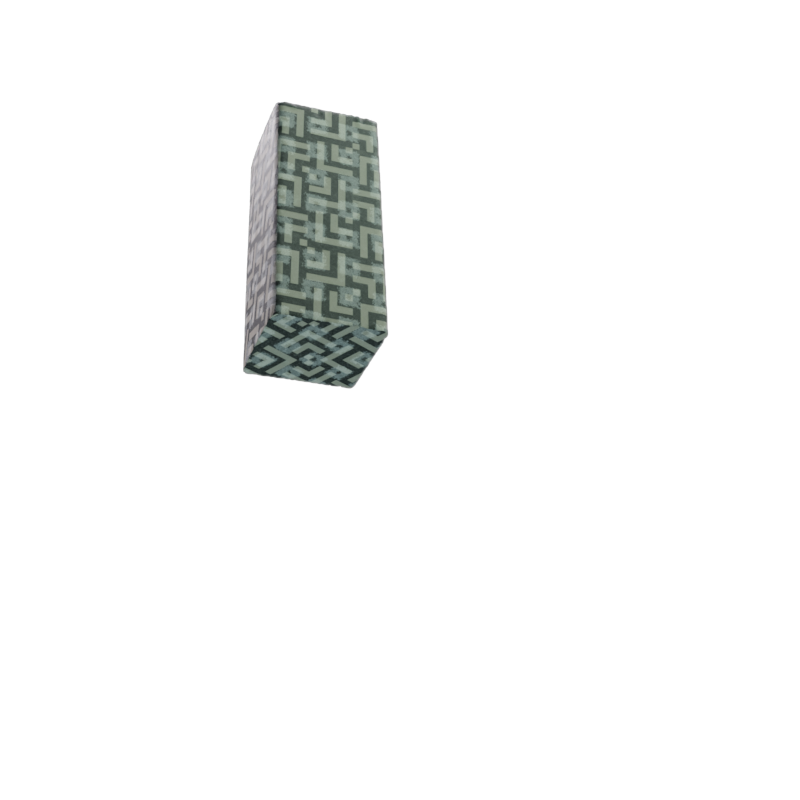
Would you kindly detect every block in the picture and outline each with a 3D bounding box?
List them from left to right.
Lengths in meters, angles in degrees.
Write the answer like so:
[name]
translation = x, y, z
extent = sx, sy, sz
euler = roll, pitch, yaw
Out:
[block]
translation = -0.069, -0.126, 0.882
extent = 0.088, 0.220, 0.086
euler = 9, -35, -17
